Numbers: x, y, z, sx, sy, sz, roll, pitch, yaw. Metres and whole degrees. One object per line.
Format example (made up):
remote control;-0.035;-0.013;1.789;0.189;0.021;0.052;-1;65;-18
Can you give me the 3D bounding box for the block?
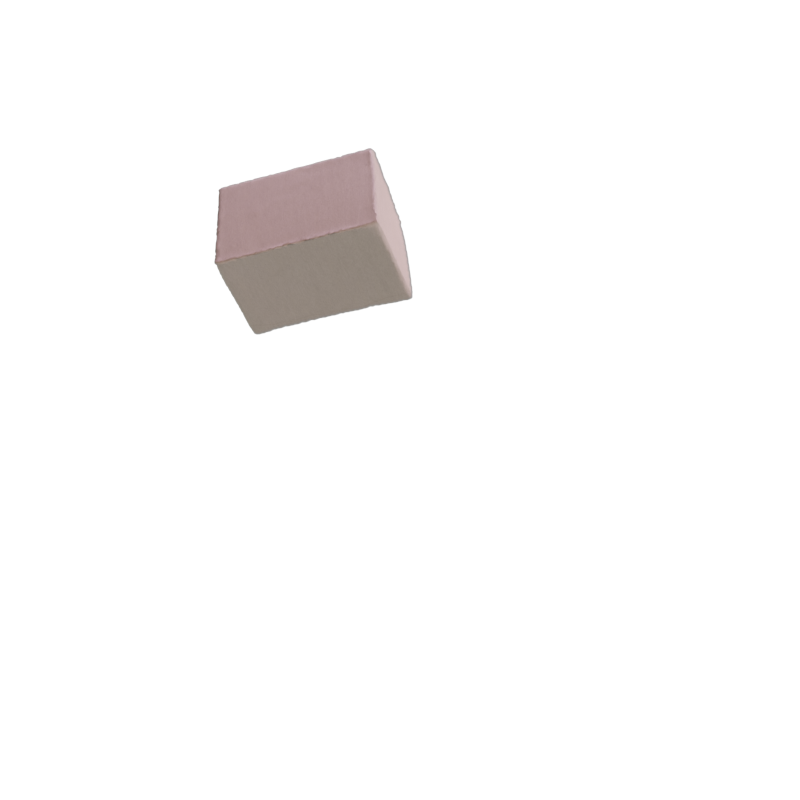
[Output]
block;-0.040;-0.072;0.507;0.079;0.055;0.049;-12;-42;12
